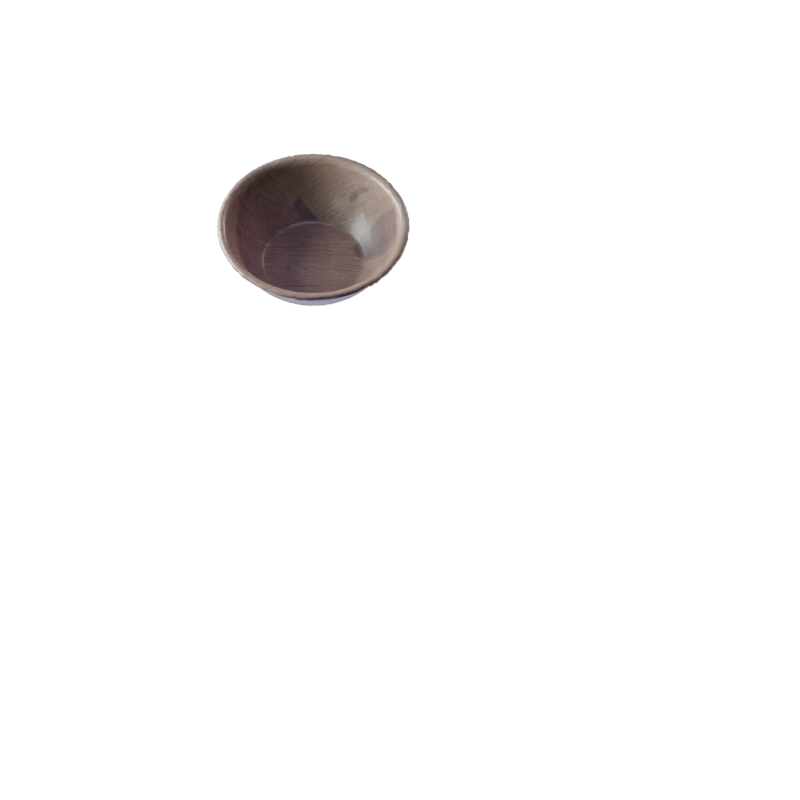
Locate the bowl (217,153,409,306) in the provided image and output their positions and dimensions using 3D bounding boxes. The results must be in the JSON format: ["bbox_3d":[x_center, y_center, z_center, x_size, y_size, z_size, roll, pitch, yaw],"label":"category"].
[{"bbox_3d":[-0.074,-0.136,0.952,0.162,0.174,0.051,-1,-36,-1],"label":"bowl"}]
